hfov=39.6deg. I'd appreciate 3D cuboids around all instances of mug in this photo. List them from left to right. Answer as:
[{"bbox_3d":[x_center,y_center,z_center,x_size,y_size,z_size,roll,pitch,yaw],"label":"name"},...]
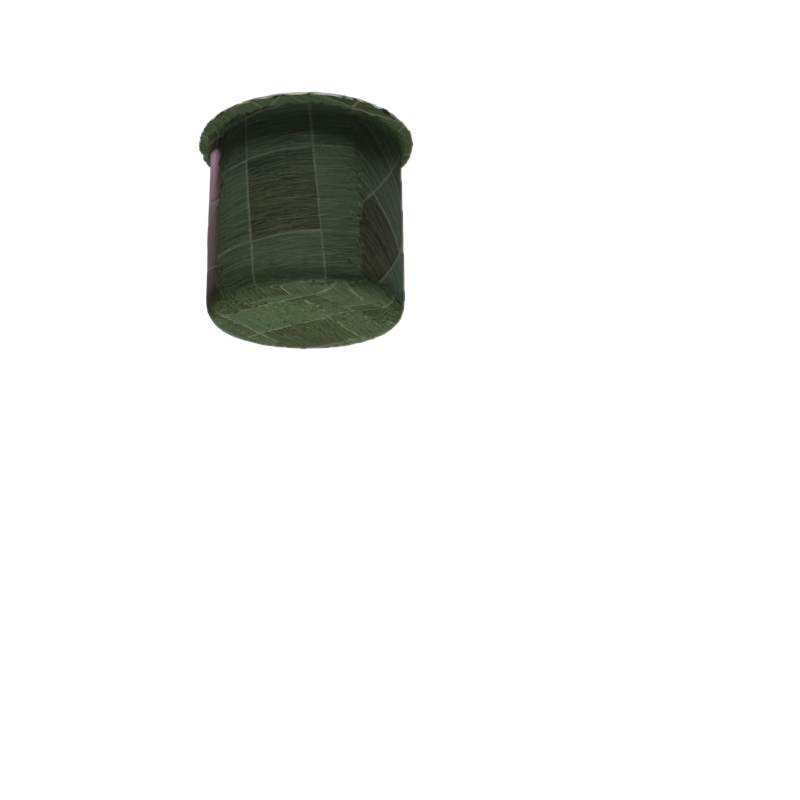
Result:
[{"bbox_3d":[-0.037,-0.068,0.477,0.094,0.085,0.110,-5,-19,12],"label":"mug"}]
